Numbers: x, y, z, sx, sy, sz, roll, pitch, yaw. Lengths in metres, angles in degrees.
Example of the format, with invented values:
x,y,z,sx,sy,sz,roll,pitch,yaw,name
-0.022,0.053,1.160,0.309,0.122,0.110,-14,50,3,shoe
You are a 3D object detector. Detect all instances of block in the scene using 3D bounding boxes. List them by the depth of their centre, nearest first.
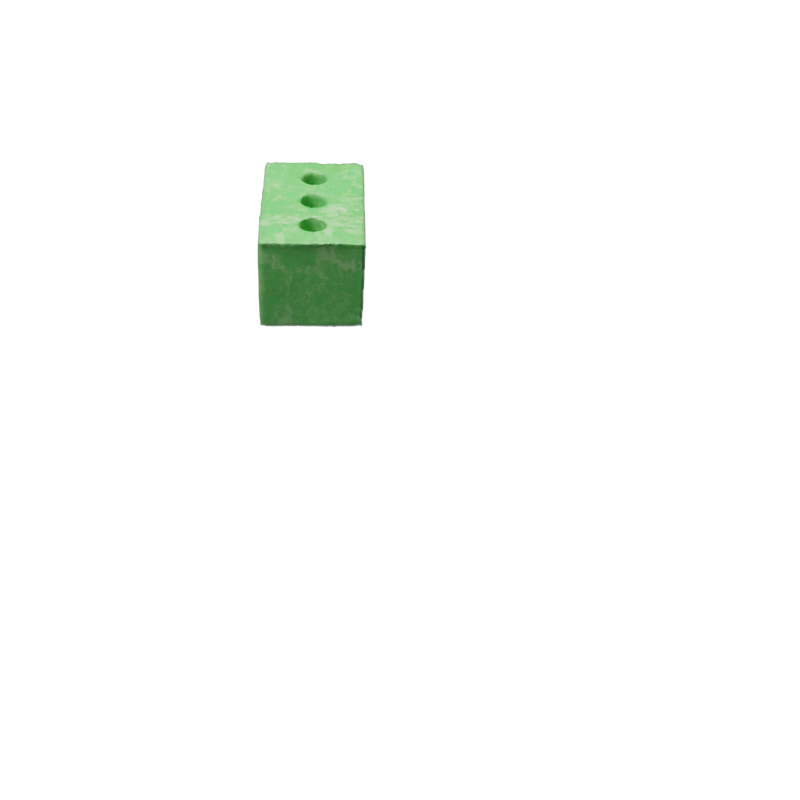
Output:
x,y,z,sx,sy,sz,roll,pitch,yaw,name
-0.044,-0.080,0.561,0.053,0.048,0.083,0,38,-2,block
